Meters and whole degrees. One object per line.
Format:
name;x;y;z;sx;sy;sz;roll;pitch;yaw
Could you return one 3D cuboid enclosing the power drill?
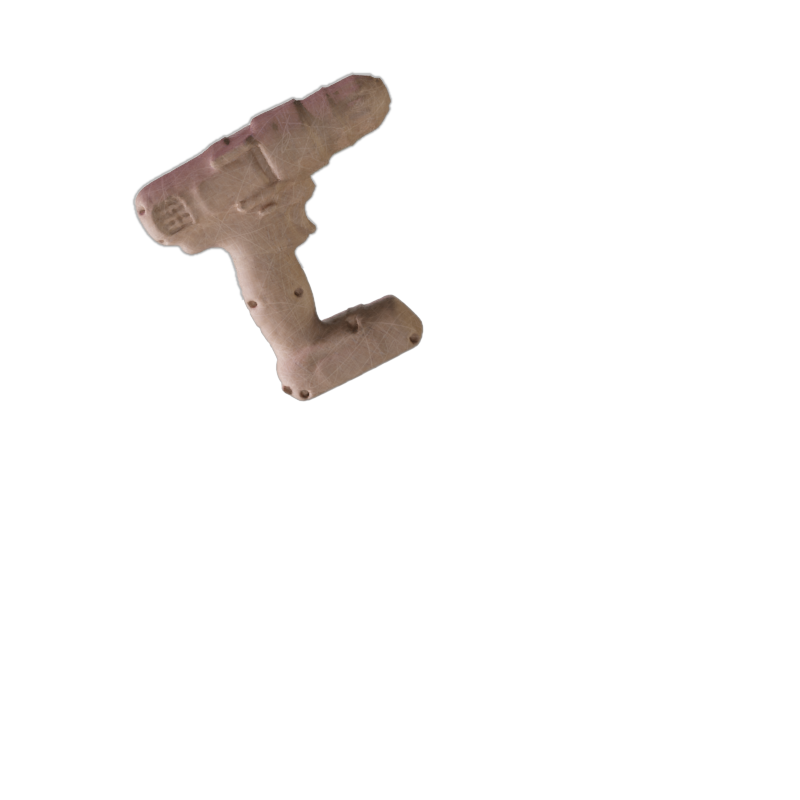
power drill;-0.059;-0.107;0.749;0.184;0.180;0.060;-27;17;9
